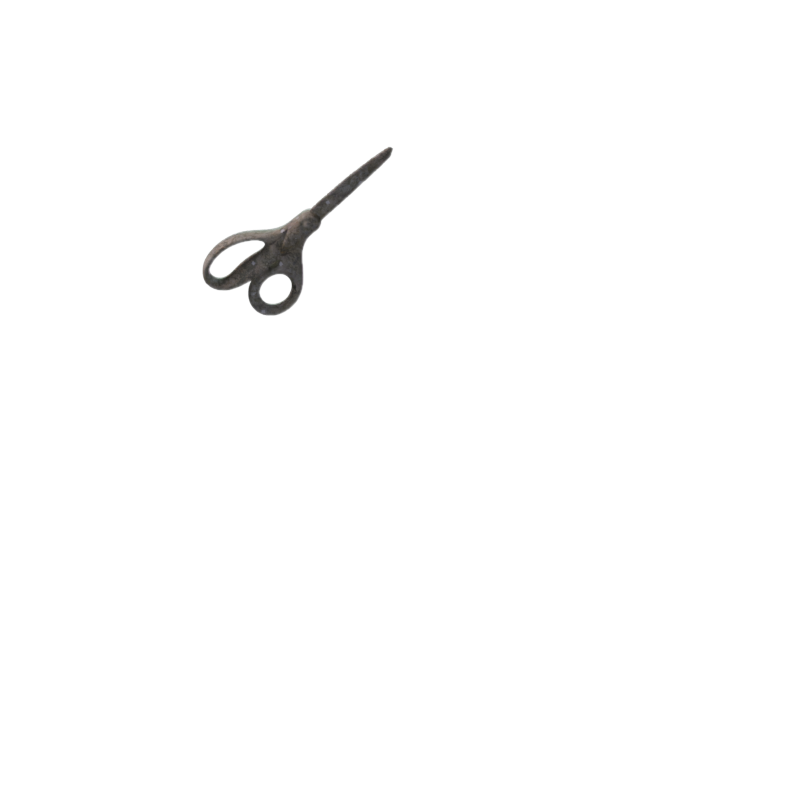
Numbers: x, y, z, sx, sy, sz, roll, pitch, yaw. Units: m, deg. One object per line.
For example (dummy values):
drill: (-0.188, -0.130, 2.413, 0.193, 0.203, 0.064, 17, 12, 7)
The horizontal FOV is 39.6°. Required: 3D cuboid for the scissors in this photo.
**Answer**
scissors: (-0.074, -0.135, 0.943, 0.202, 0.090, 0.017, -24, 33, 17)
